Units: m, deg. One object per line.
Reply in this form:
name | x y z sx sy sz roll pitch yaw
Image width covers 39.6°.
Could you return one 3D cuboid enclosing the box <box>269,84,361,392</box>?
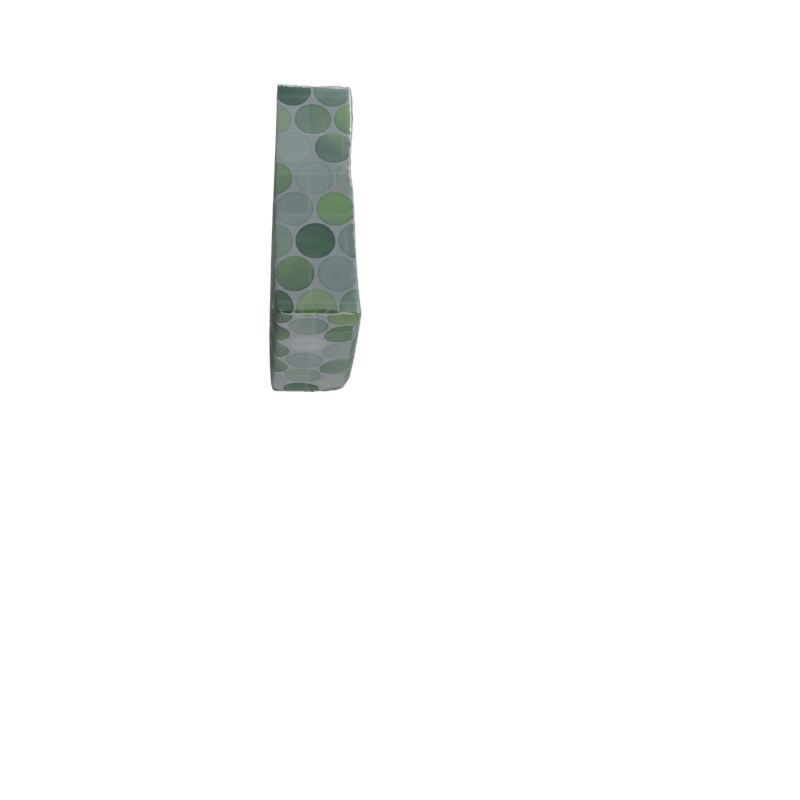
box | -0.074 -0.135 0.943 0.071 0.227 0.156 1 -26 -6
